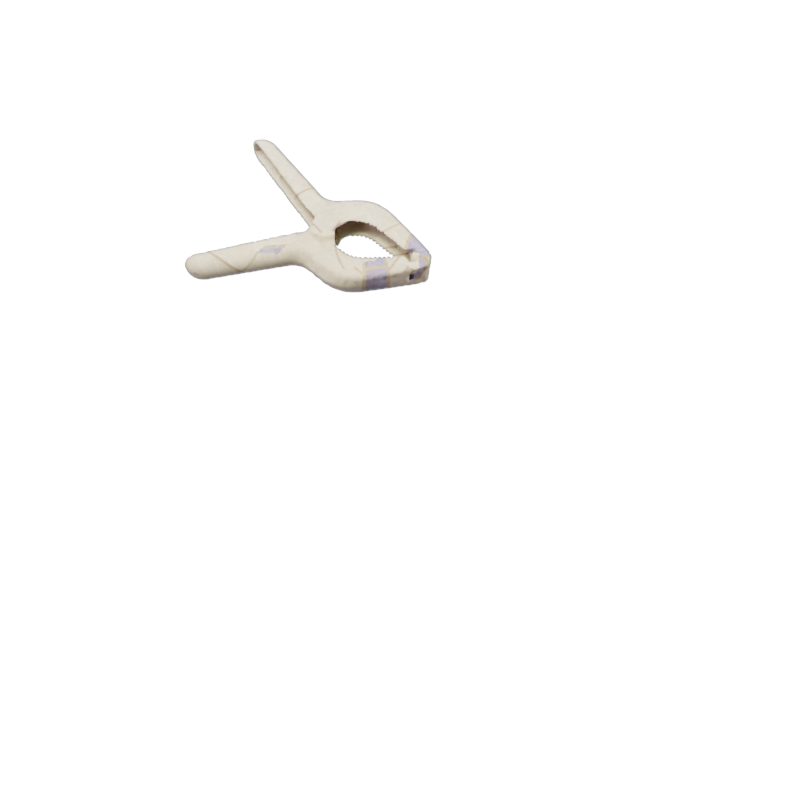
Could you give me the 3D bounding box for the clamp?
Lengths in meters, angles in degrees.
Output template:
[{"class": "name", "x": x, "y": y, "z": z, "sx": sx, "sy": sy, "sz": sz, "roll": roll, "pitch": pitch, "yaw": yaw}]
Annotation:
[{"class": "clamp", "x": -0.078, "y": -0.142, "z": 0.996, "sx": 0.217, "sy": 0.170, "sz": 0.034, "roll": 24, "pitch": -30, "yaw": 15}]
